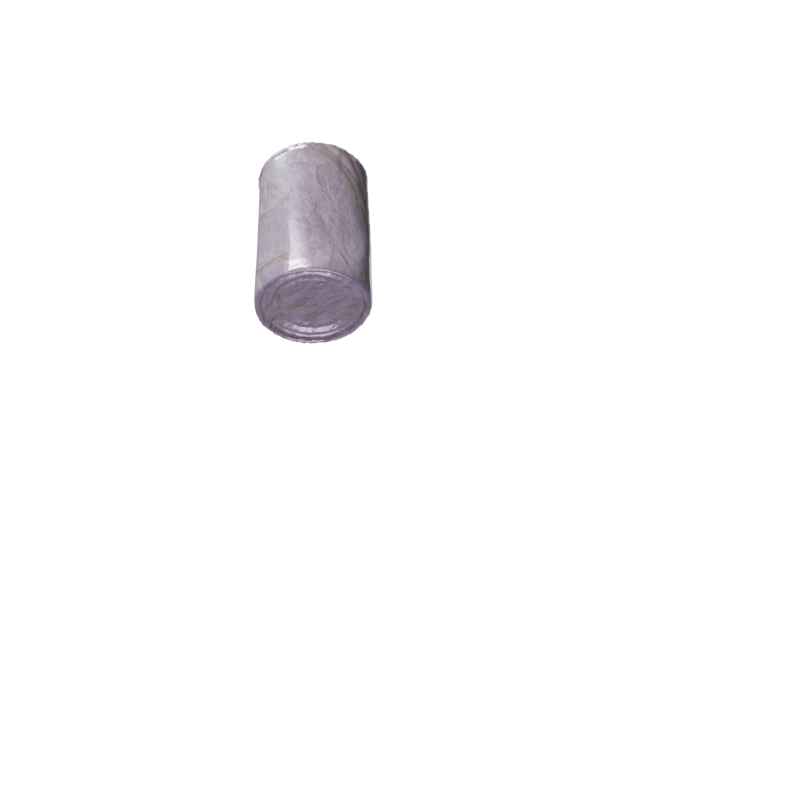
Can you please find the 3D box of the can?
[{"bbox_3d":[-0.051,-0.093,0.653,0.068,0.110,0.064,-1,-40,-3],"label":"can"}]
